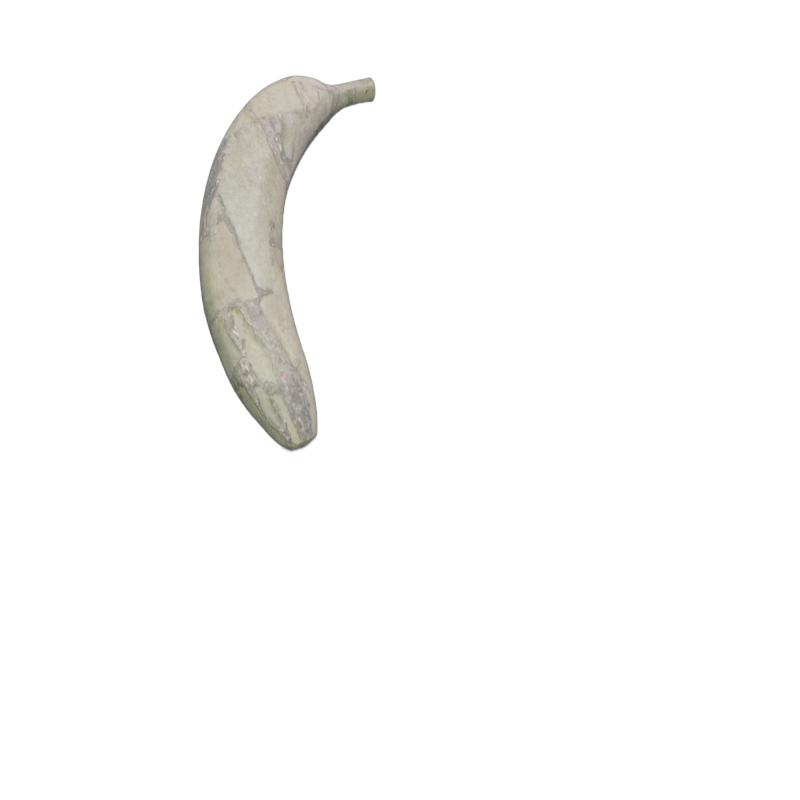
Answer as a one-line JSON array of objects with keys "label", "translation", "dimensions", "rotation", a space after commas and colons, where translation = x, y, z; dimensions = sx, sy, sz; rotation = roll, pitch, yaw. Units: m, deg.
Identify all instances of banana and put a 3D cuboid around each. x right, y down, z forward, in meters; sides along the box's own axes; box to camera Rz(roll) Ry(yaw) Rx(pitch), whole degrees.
[{"label": "banana", "translation": [-0.057, -0.077, 0.498], "dimensions": [0.070, 0.208, 0.035], "rotation": [7, -27, 3]}]
